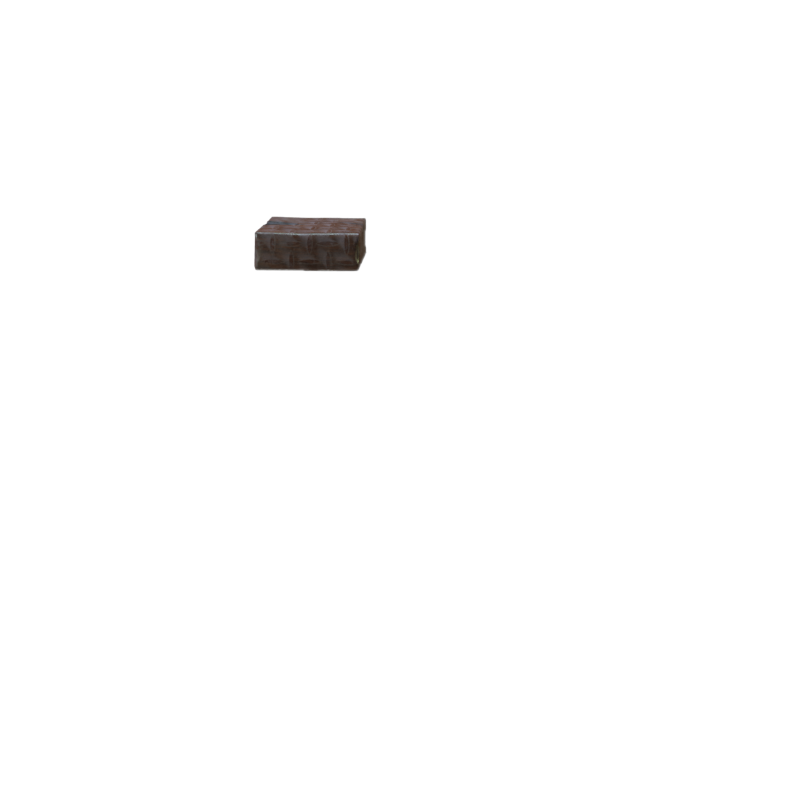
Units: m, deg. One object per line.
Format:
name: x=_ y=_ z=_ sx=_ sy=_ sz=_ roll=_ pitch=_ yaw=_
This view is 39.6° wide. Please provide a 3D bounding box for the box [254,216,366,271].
box: x=-0.063 y=-0.115 z=0.802 sx=0.074 sy=0.029 sz=0.091 roll=1 pitch=16 yaw=4
